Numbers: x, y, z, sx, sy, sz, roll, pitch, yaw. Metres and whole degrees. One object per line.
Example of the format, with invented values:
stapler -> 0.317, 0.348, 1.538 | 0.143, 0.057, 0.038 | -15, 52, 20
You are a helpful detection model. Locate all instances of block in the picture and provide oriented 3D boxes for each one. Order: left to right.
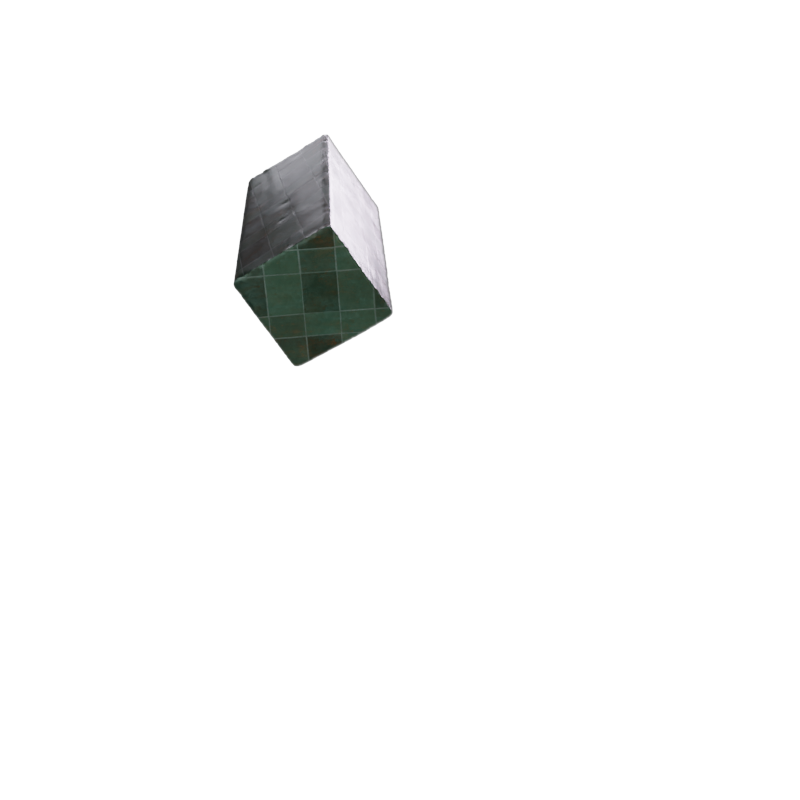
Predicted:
block -> -0.072, -0.131, 0.918 | 0.090, 0.085, 0.219 | -29, 28, 13
